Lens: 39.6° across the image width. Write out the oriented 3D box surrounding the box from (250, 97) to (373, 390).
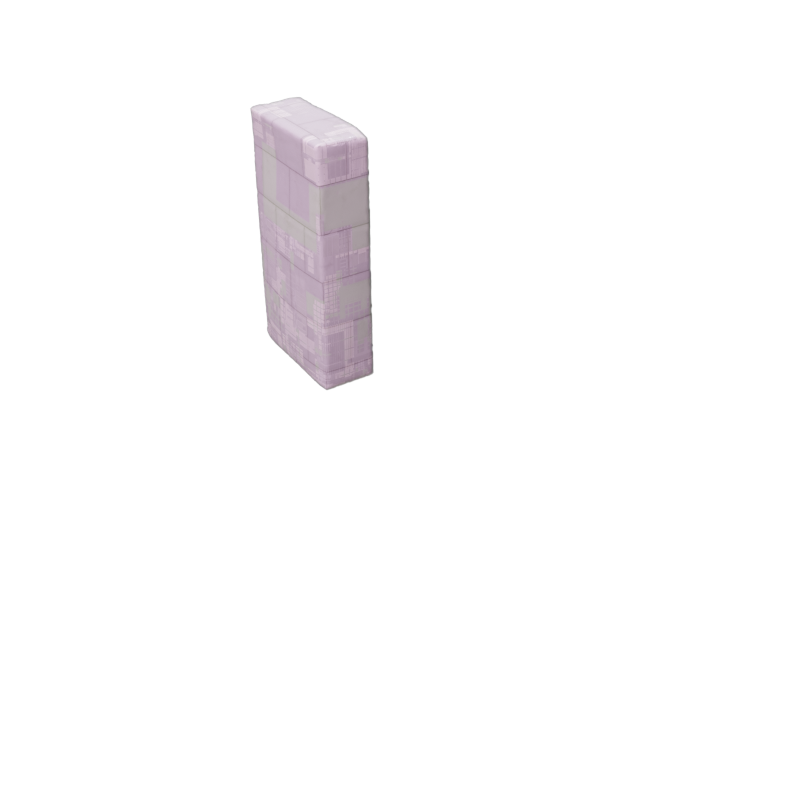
[{"bbox_3d":[-0.058,-0.107,0.747,0.047,0.167,0.100,-14,32,-28],"label":"box"}]
